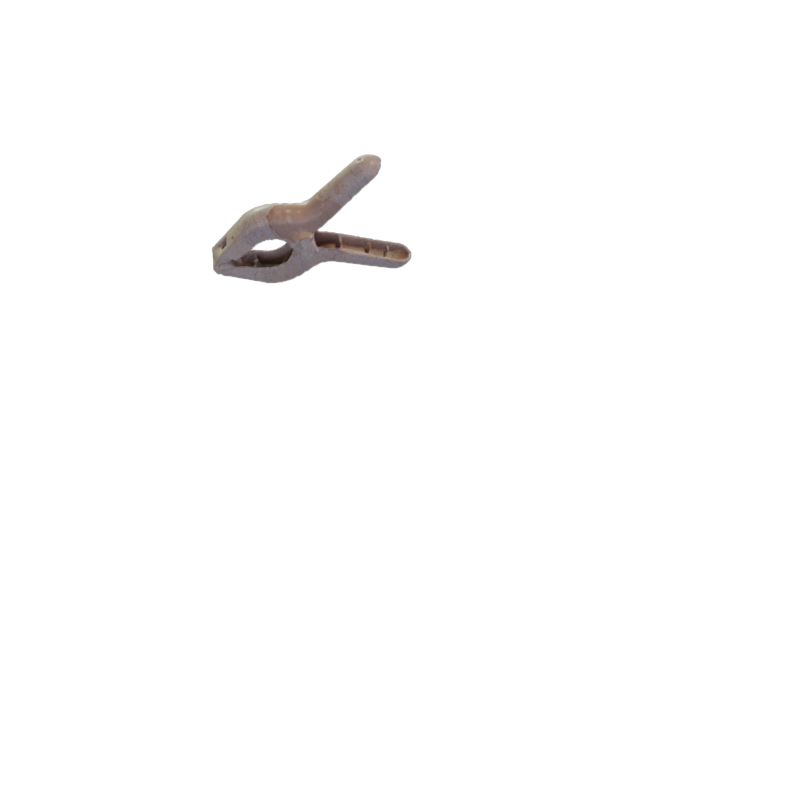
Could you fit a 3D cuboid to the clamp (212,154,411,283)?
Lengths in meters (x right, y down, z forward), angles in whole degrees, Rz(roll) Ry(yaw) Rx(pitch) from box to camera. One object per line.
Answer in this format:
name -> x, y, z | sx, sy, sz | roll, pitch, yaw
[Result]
clamp -> -0.075, -0.137, 0.957 | 0.172, 0.111, 0.042 | -19, 36, 14
